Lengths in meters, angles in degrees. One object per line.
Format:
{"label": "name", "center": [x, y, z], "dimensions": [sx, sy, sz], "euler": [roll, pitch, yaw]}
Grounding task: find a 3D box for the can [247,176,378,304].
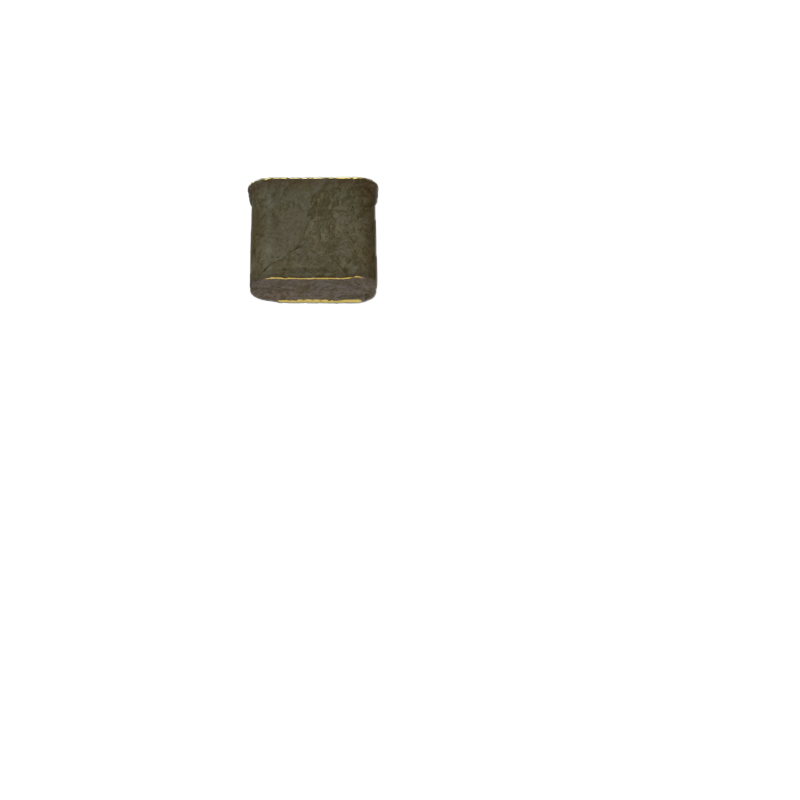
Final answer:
{"label": "can", "center": [-0.067, -0.122, 0.853], "dimensions": [0.102, 0.088, 0.055], "euler": [0, -22, -1]}
